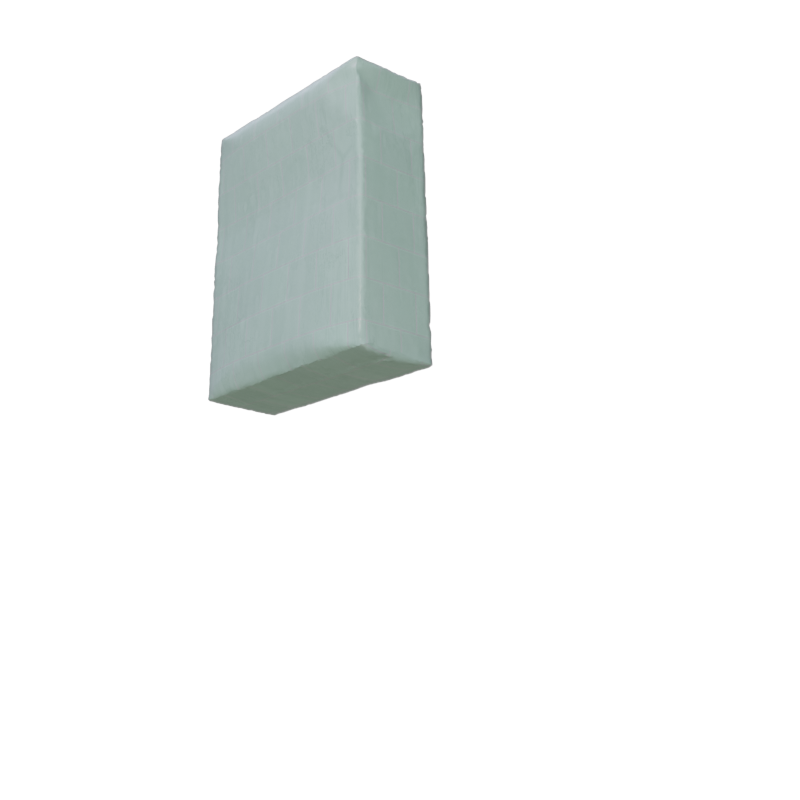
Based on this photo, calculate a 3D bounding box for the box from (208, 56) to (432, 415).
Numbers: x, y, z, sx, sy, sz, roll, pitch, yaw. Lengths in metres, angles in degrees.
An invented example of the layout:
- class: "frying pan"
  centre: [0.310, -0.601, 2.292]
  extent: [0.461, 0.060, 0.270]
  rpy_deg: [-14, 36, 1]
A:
- class: "box"
  centre: [-0.062, -0.112, 0.786]
  extent: [0.068, 0.225, 0.166]
  rpy_deg: [18, -27, -41]
